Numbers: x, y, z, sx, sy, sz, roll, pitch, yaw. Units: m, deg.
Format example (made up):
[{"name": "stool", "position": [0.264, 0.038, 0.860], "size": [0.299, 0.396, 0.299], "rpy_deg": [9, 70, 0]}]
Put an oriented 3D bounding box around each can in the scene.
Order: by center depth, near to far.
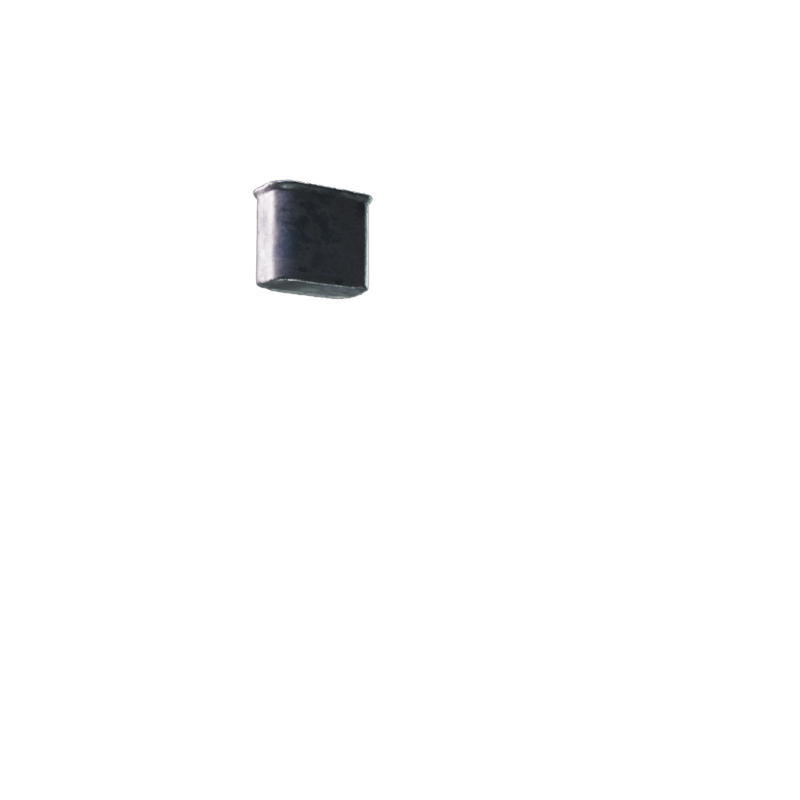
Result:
[{"name": "can", "position": [-0.073, -0.134, 0.937], "size": [0.098, 0.086, 0.058], "rpy_deg": [6, -13, -34]}]
